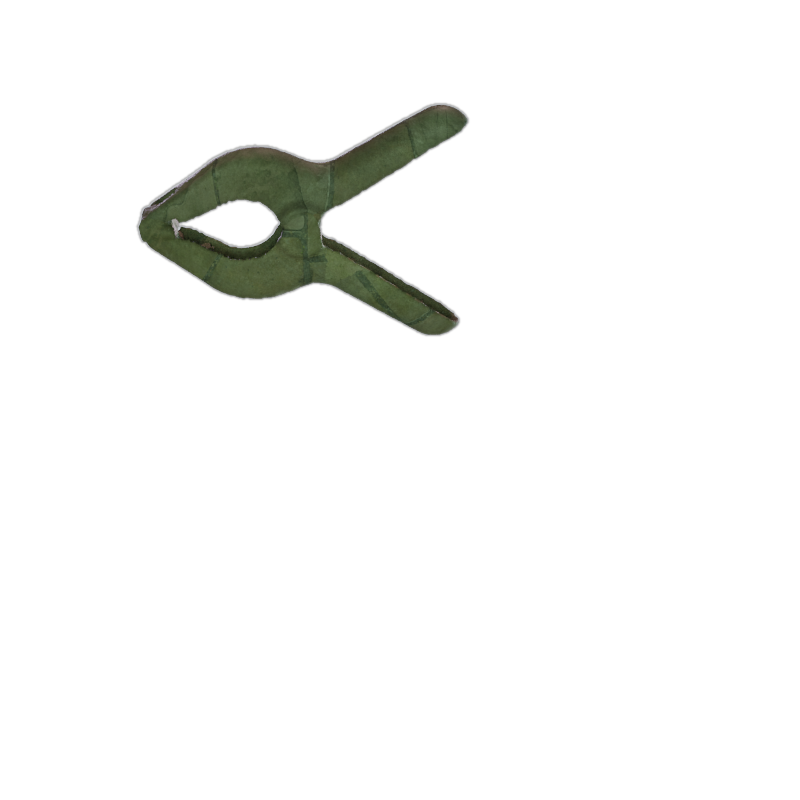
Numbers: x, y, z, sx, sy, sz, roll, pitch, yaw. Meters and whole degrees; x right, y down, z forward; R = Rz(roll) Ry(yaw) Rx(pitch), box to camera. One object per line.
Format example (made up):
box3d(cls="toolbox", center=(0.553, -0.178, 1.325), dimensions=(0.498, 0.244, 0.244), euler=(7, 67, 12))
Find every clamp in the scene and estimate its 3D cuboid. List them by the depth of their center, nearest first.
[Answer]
box3d(cls="clamp", center=(-0.044, -0.081, 0.568), dimensions=(0.171, 0.117, 0.040), euler=(-8, 11, 1))
